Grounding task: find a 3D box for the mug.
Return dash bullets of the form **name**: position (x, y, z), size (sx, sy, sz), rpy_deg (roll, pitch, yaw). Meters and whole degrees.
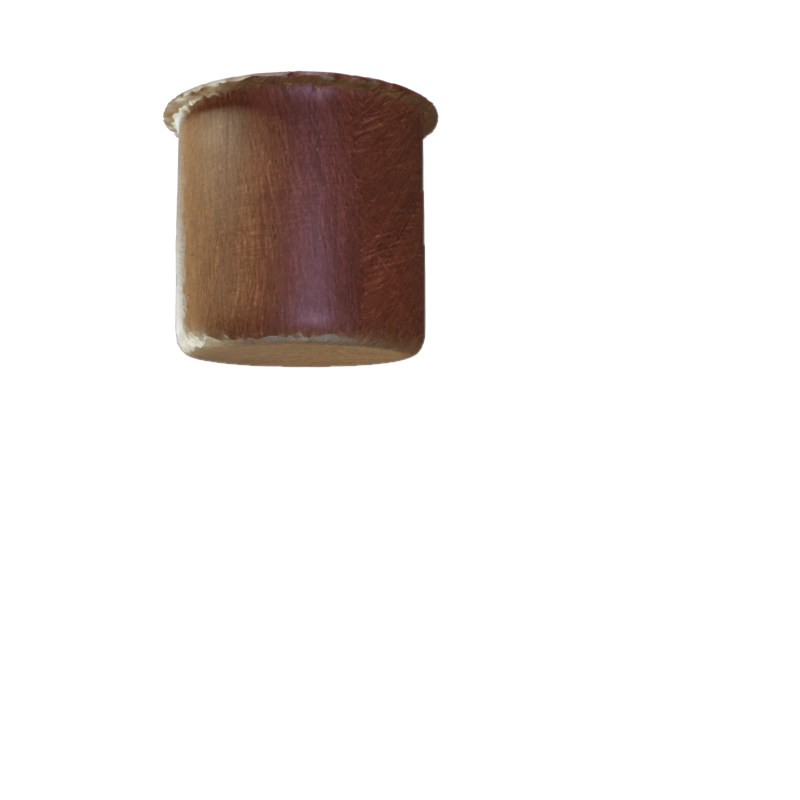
- **mug**: position (-0.030, -0.054, 0.379), size (0.095, 0.083, 0.112), rpy_deg (-3, -7, 17)
